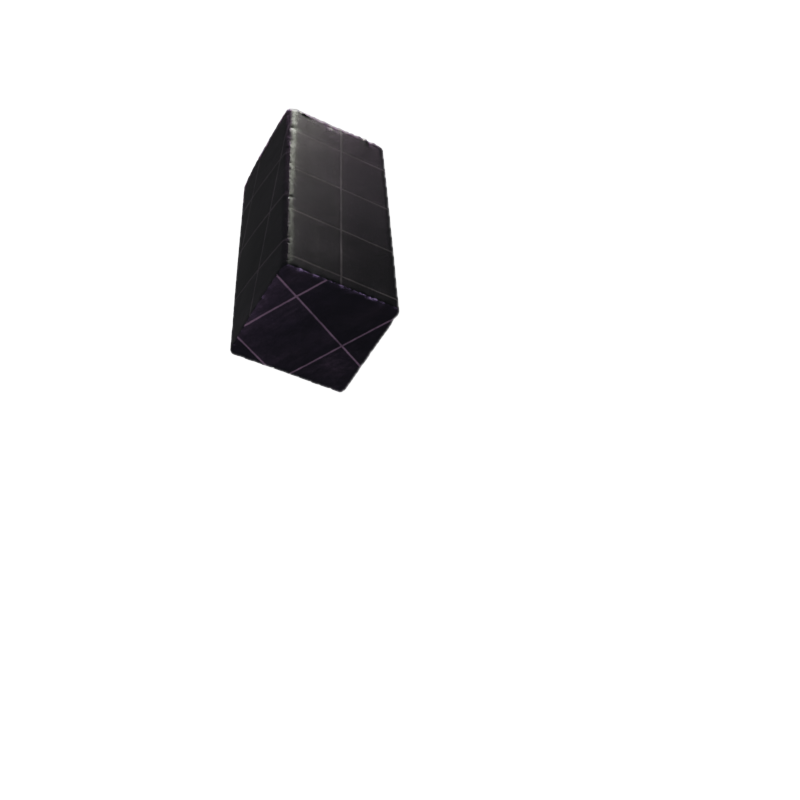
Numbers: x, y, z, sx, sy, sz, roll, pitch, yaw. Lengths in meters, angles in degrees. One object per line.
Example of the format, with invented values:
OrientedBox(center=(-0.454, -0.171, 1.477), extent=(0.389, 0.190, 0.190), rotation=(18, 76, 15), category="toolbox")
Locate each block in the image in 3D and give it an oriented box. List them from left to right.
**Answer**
OrientedBox(center=(-0.065, -0.120, 0.837), extent=(0.087, 0.087, 0.221), rotation=(21, 36, -20), category="block")
